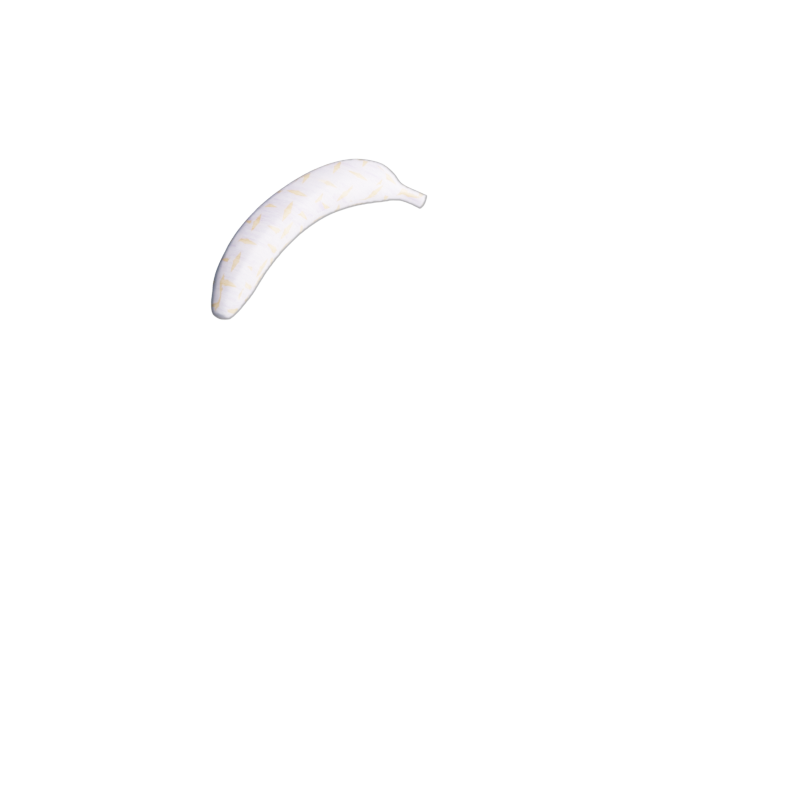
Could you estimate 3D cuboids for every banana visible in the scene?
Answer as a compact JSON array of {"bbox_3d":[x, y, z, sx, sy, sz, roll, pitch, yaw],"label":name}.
[{"bbox_3d":[-0.074,-0.136,0.852,0.198,0.074,0.034,-33,-25,-19],"label":"banana"}]
